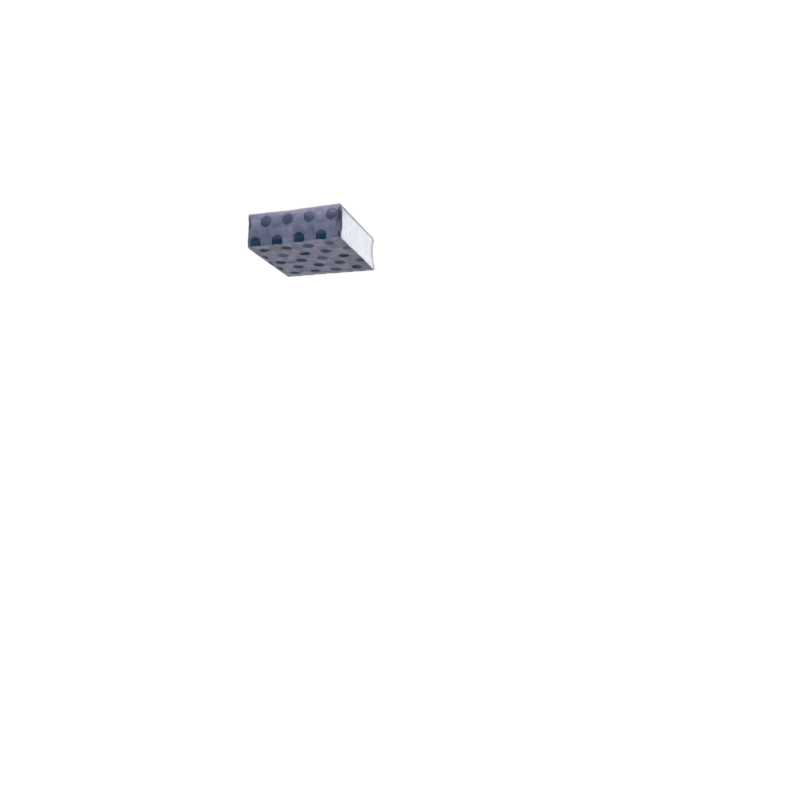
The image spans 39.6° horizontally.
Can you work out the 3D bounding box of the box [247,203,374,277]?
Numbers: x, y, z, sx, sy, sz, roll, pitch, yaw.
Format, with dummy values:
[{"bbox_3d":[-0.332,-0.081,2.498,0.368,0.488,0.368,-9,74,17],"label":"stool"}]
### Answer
[{"bbox_3d":[-0.066,-0.121,0.846,0.074,0.031,0.085,-4,-11,17],"label":"box"}]
